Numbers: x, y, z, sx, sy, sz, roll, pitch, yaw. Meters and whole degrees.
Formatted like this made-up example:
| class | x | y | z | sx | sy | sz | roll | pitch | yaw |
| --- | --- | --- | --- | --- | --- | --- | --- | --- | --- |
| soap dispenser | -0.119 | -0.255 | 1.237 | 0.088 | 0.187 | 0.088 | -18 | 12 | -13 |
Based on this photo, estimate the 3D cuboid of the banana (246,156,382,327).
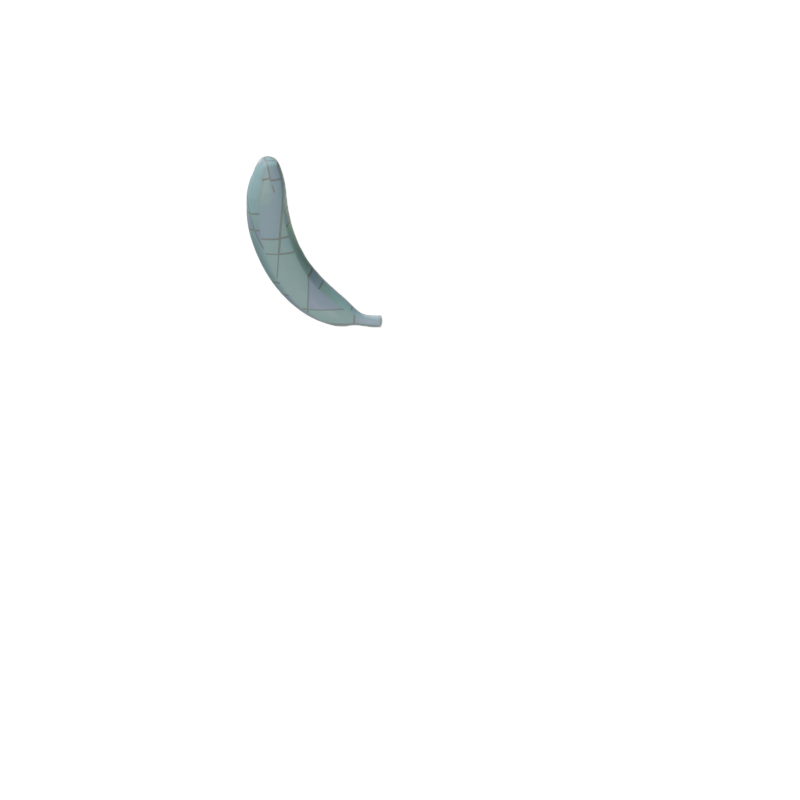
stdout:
| class | x | y | z | sx | sy | sz | roll | pitch | yaw |
| --- | --- | --- | --- | --- | --- | --- | --- | --- | --- |
| banana | -0.090 | -0.128 | 0.974 | 0.070 | 0.184 | 0.039 | -25 | 33 | 17 |
